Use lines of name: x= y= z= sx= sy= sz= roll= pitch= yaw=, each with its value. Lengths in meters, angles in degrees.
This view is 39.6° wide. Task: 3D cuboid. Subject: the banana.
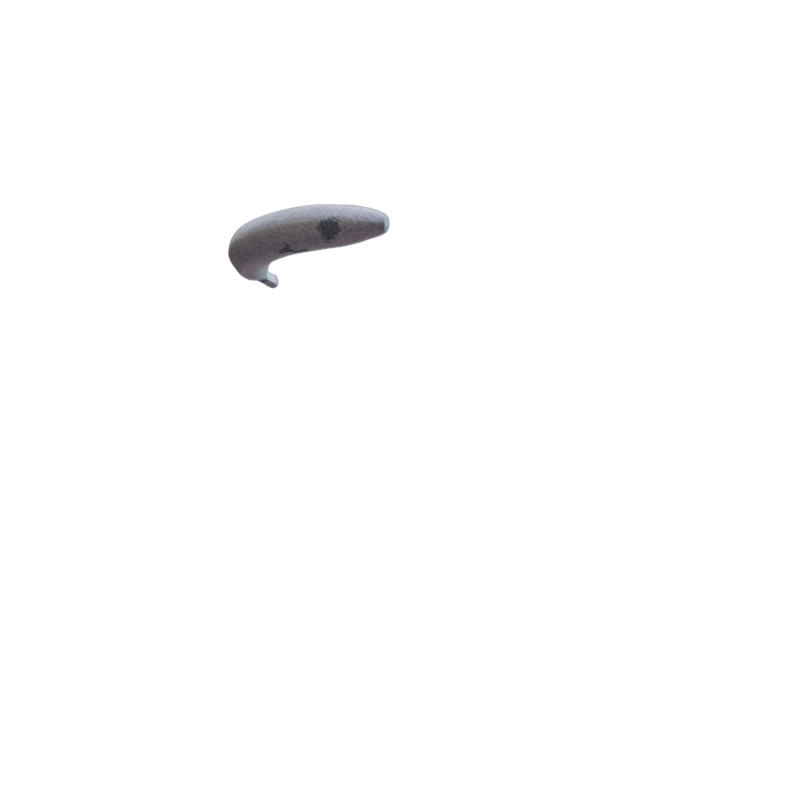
banana: x=-0.085 y=-0.124 z=0.858 sx=0.067 sy=0.038 sz=0.200 roll=4 pitch=-8 yaw=-31
